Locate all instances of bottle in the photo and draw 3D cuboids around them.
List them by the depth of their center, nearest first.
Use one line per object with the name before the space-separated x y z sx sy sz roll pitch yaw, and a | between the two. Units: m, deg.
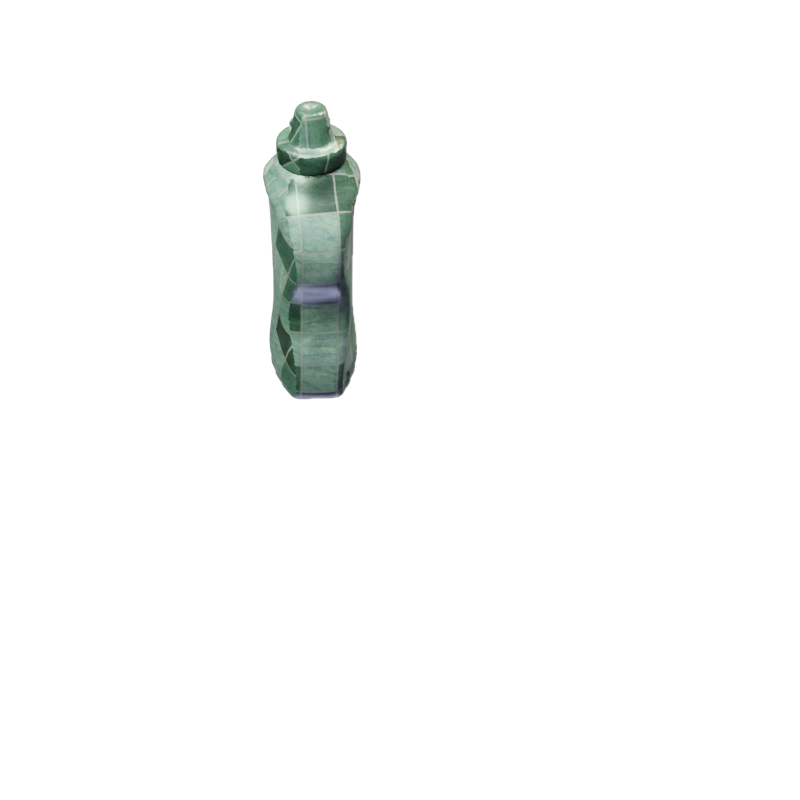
bottle | -0.054 -0.098 0.685 0.058 0.179 0.103 -1 42 -5
